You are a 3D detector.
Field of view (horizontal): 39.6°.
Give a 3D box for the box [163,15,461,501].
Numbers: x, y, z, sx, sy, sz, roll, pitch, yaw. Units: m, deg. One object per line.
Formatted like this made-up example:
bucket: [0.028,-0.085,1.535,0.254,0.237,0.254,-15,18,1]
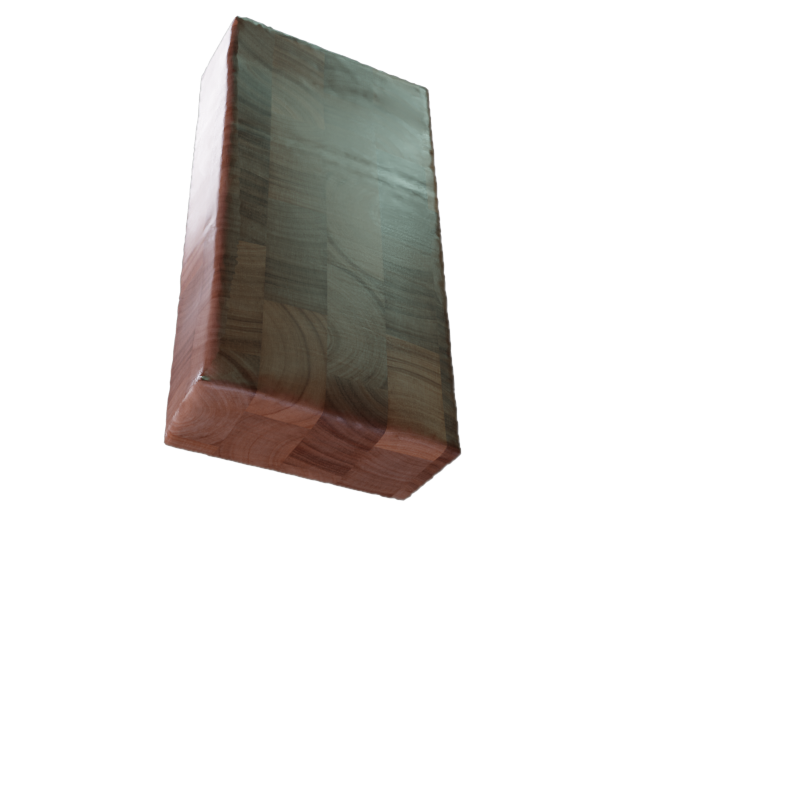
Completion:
box: [-0.032,-0.059,0.415,0.090,0.189,0.046,16,-42,-22]
